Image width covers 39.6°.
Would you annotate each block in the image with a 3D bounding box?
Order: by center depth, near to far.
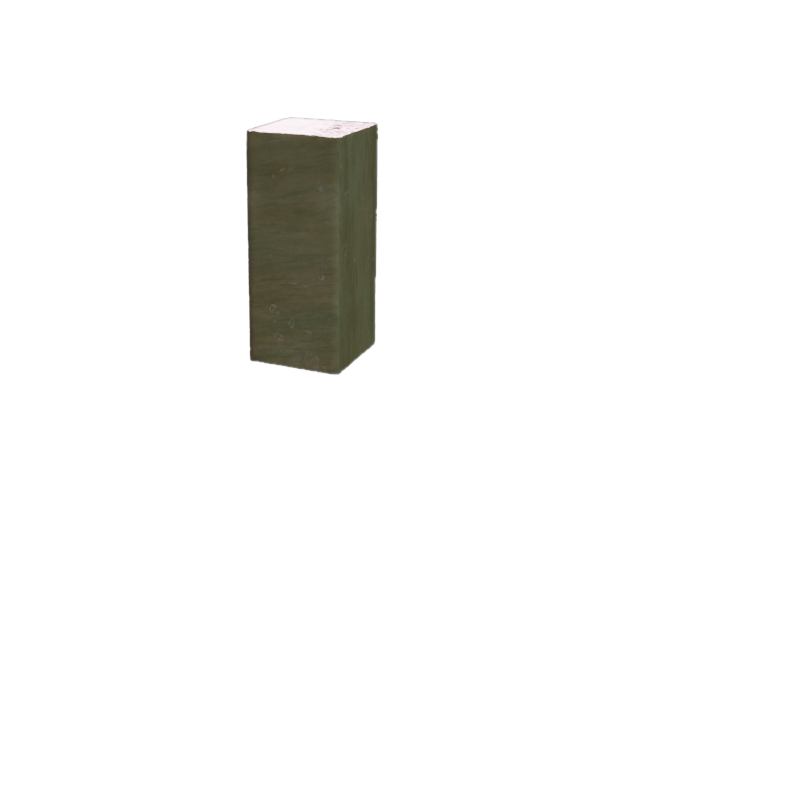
[{"bbox_3d":[-0.077,-0.140,0.980,0.093,0.199,0.091,7,18,20],"label":"block"}]
